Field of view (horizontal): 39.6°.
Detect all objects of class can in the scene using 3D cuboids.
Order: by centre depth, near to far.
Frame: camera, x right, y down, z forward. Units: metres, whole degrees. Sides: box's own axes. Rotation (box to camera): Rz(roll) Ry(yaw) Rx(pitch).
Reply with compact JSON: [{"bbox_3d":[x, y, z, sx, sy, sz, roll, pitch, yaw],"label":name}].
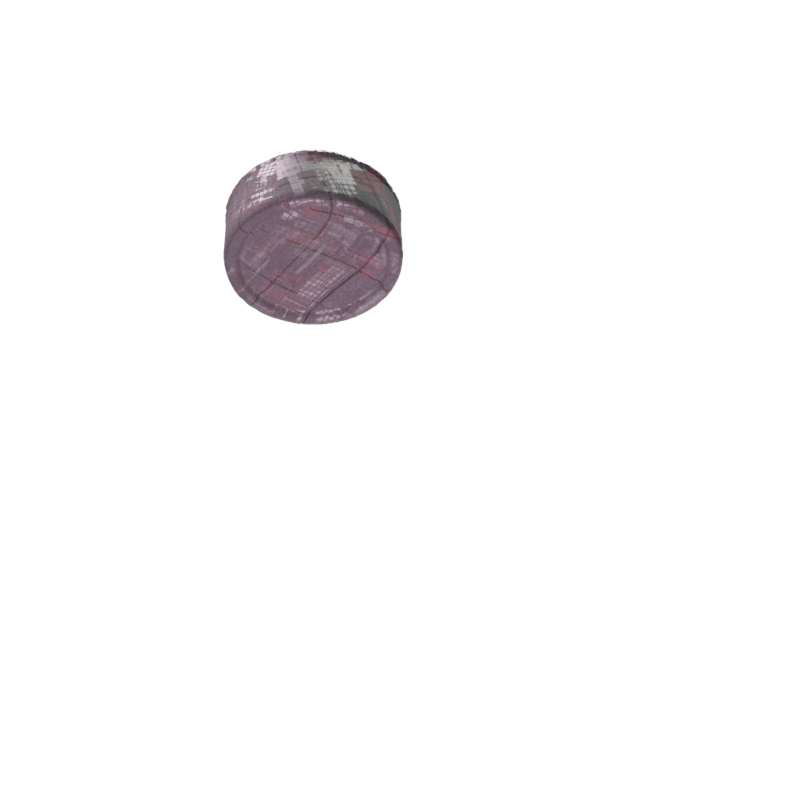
[{"bbox_3d":[-0.041,-0.075,0.529,0.086,0.036,0.080,1,-43,-1],"label":"can"}]
